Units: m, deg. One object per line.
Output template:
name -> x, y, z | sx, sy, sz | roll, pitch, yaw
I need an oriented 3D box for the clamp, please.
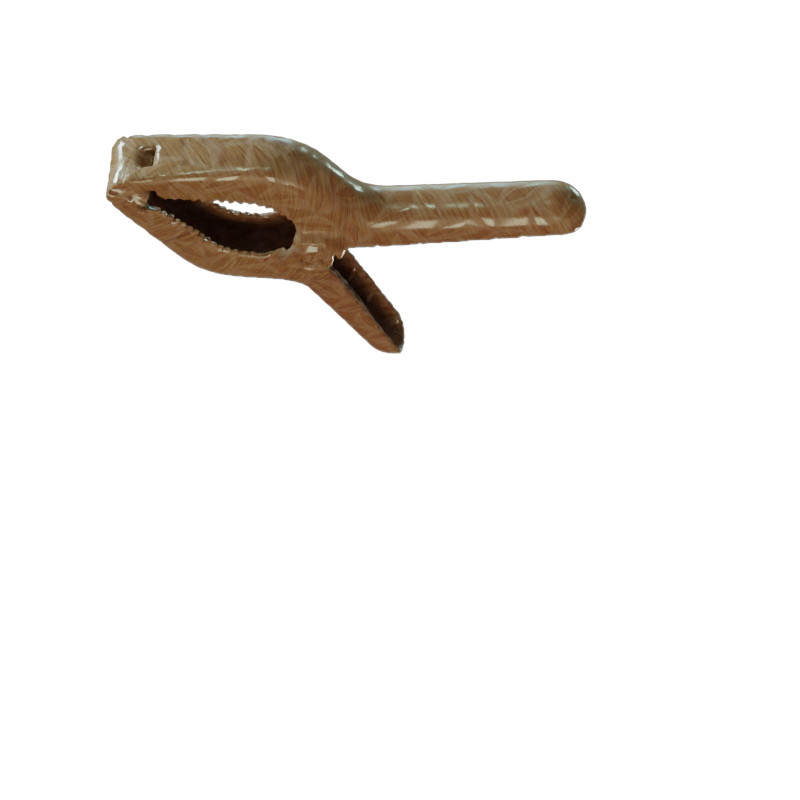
clamp -> -0.042, -0.076, 0.535 | 0.203, 0.039, 0.160 | 11, -29, -21
